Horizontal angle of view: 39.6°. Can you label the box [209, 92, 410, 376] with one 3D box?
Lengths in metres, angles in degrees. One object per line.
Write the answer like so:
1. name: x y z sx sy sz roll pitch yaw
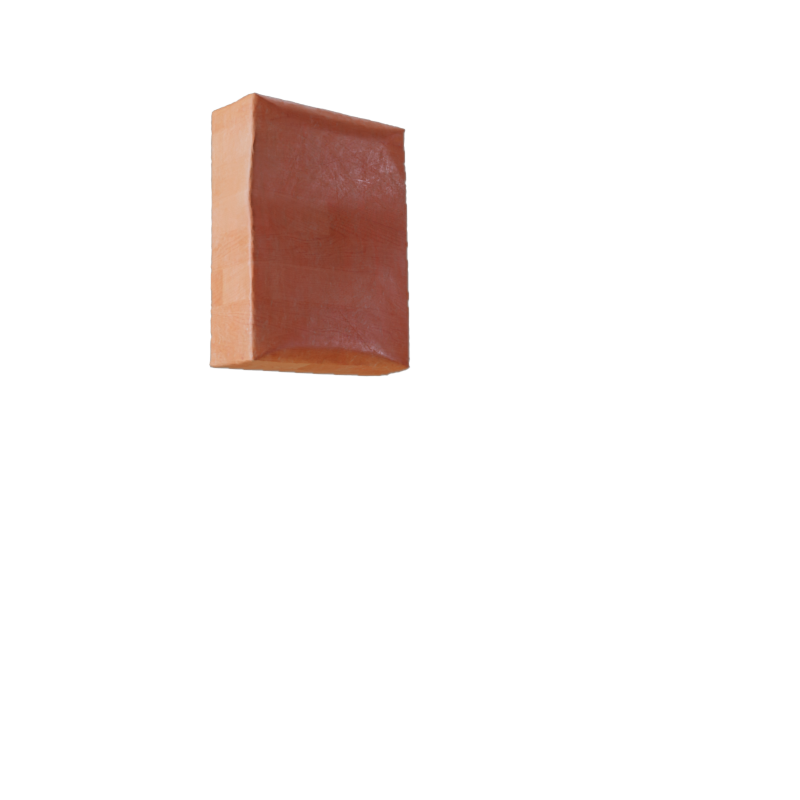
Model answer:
1. box: -0.072 -0.130 0.913 0.157 0.219 0.073 6 -12 -38
